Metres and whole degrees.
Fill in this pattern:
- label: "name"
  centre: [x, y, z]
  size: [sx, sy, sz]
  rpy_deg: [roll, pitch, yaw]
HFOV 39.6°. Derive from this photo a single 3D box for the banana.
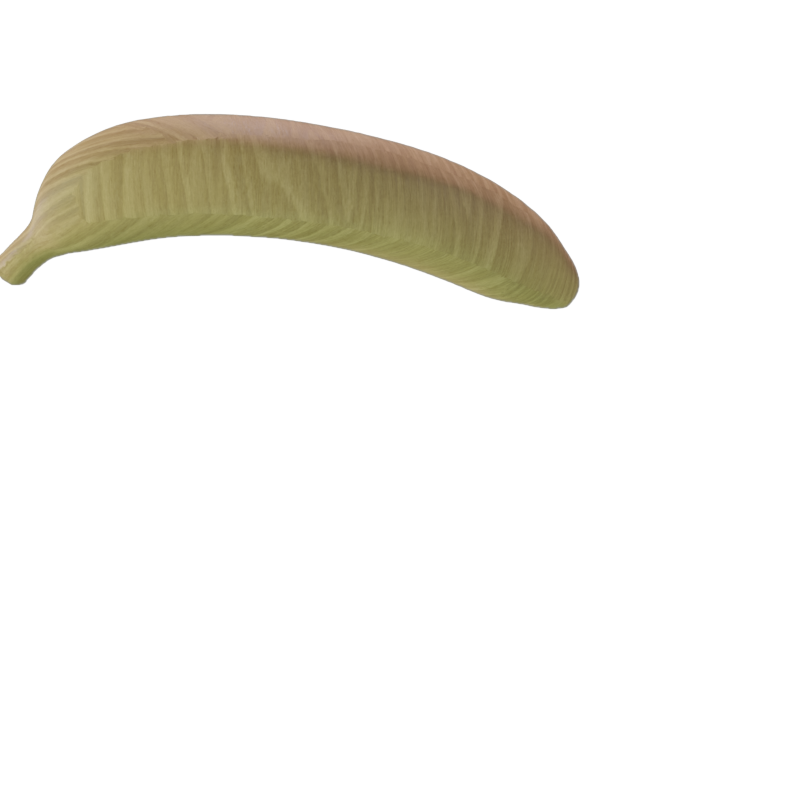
- label: "banana"
  centre: [-0.029, -0.060, 0.355]
  size: [0.195, 0.039, 0.066]
  rpy_deg: [4, -25, -9]
